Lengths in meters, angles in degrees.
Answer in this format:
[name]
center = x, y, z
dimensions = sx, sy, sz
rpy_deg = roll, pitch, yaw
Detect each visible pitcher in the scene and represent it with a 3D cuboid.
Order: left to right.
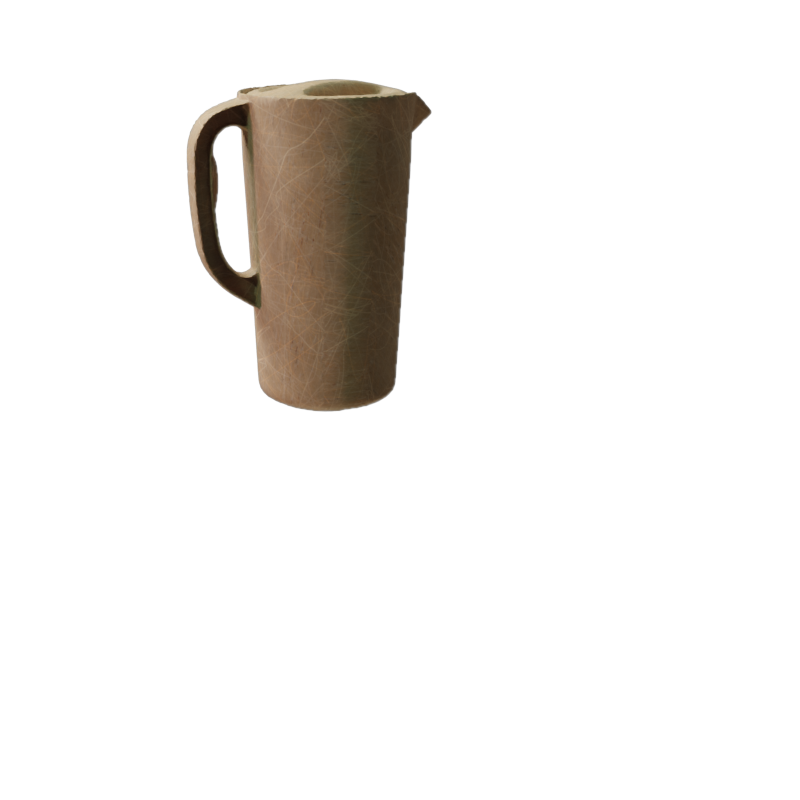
[pitcher]
center = -0.066, -0.120, 0.842
dimensions = 0.154, 0.236, 0.145
rpy_deg = 6, 15, 21
